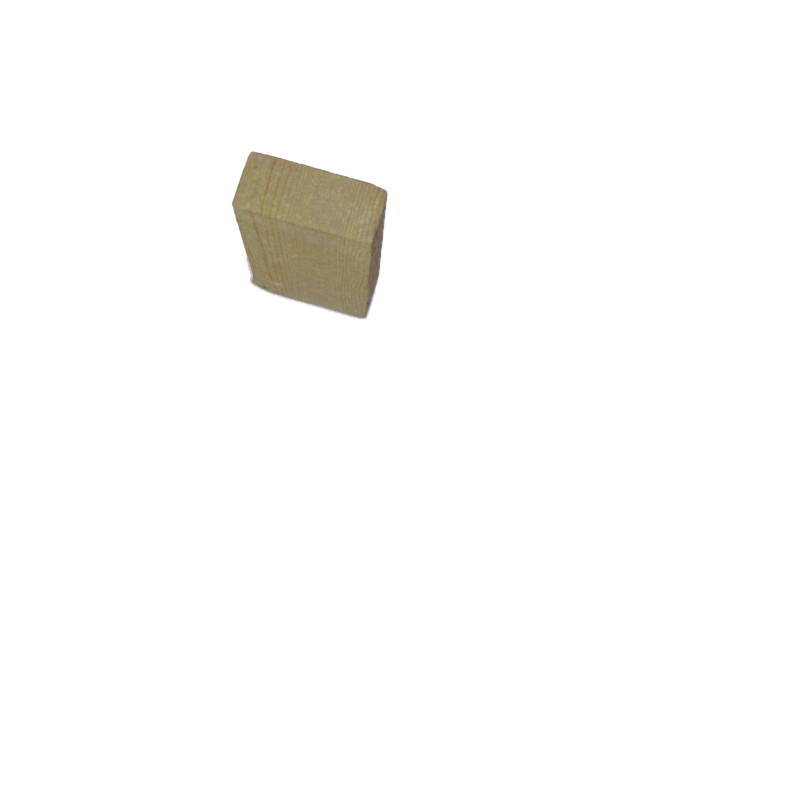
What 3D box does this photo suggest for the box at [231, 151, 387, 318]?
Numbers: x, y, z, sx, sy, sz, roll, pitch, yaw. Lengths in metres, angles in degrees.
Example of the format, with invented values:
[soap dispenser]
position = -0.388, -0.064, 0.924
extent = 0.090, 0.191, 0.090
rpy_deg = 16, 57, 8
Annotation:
[box]
position = -0.059, -0.109, 0.762
extent = 0.094, 0.050, 0.170
rpy_deg = 17, -14, 1
